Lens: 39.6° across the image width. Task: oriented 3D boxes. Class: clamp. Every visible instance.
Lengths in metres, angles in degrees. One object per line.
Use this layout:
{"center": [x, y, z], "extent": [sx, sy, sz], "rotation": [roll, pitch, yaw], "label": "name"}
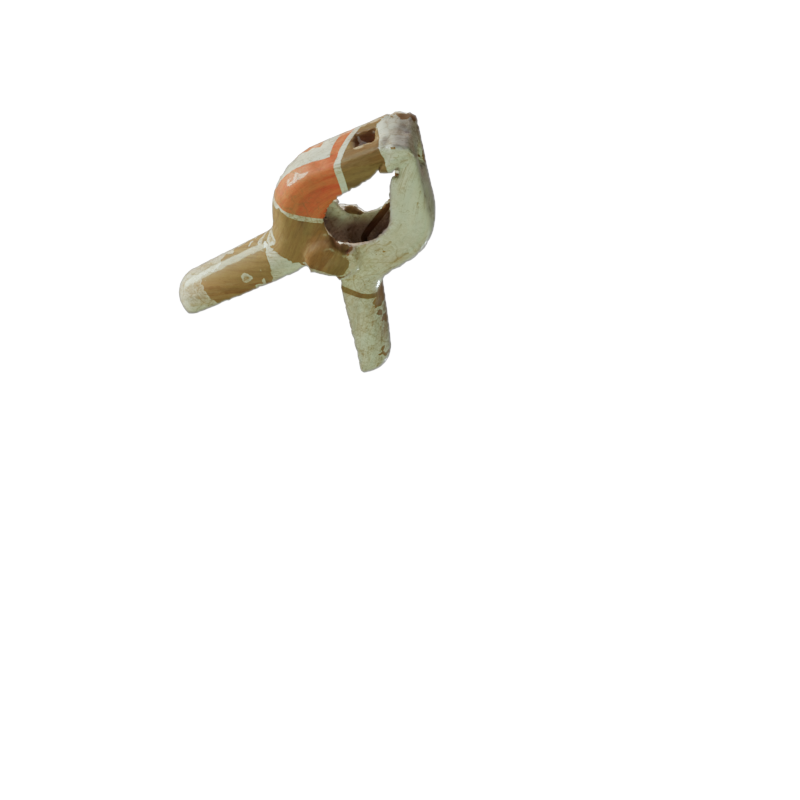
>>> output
{"center": [-0.044, -0.080, 0.558], "extent": [0.118, 0.042, 0.163], "rotation": [10, -42, -12], "label": "clamp"}
